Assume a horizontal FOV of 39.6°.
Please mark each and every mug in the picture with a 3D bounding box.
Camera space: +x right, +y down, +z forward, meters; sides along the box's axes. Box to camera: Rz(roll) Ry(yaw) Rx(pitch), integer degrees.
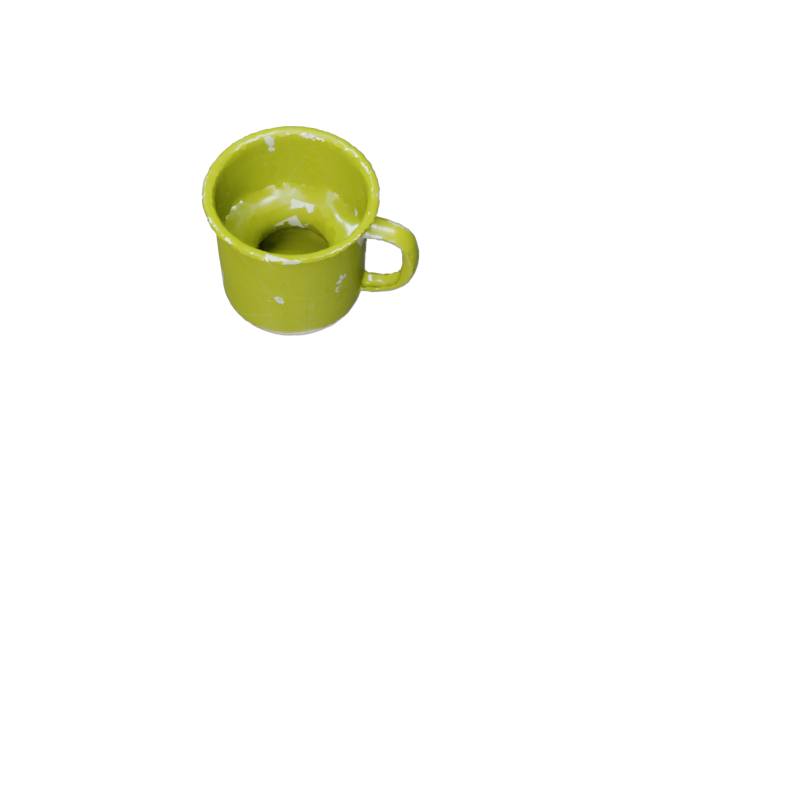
[{"bbox_3d":[-0.047,-0.087,0.607,0.118,0.098,0.076,11,-33,6],"label":"mug"}]
